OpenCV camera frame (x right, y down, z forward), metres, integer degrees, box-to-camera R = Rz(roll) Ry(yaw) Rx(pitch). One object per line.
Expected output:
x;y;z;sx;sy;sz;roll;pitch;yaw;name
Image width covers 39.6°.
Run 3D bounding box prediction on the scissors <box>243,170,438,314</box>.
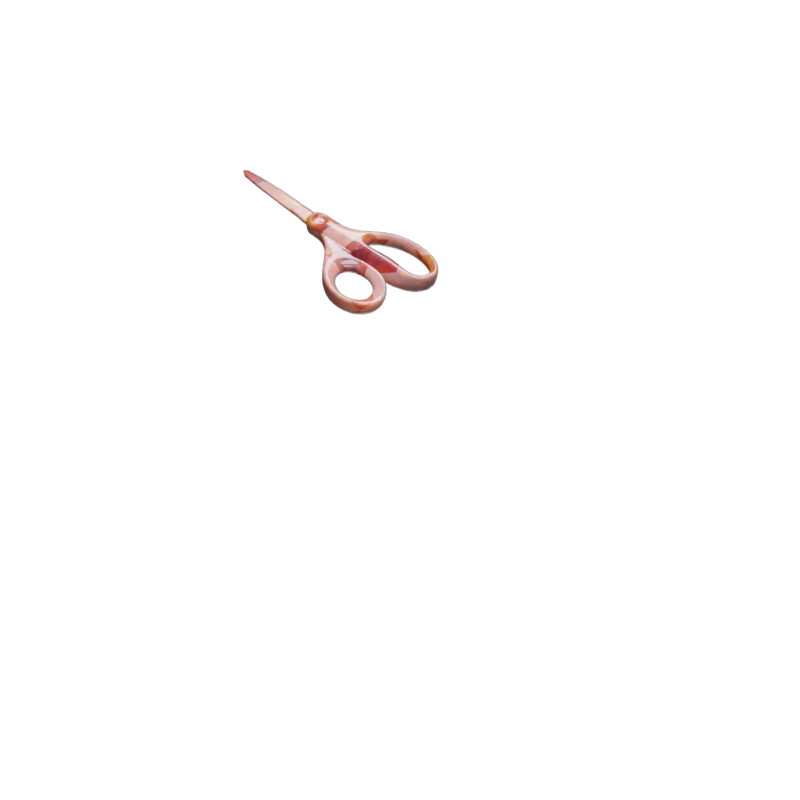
-0.068;-0.124;0.866;0.212;0.015;0.098;25;49;24;scissors
